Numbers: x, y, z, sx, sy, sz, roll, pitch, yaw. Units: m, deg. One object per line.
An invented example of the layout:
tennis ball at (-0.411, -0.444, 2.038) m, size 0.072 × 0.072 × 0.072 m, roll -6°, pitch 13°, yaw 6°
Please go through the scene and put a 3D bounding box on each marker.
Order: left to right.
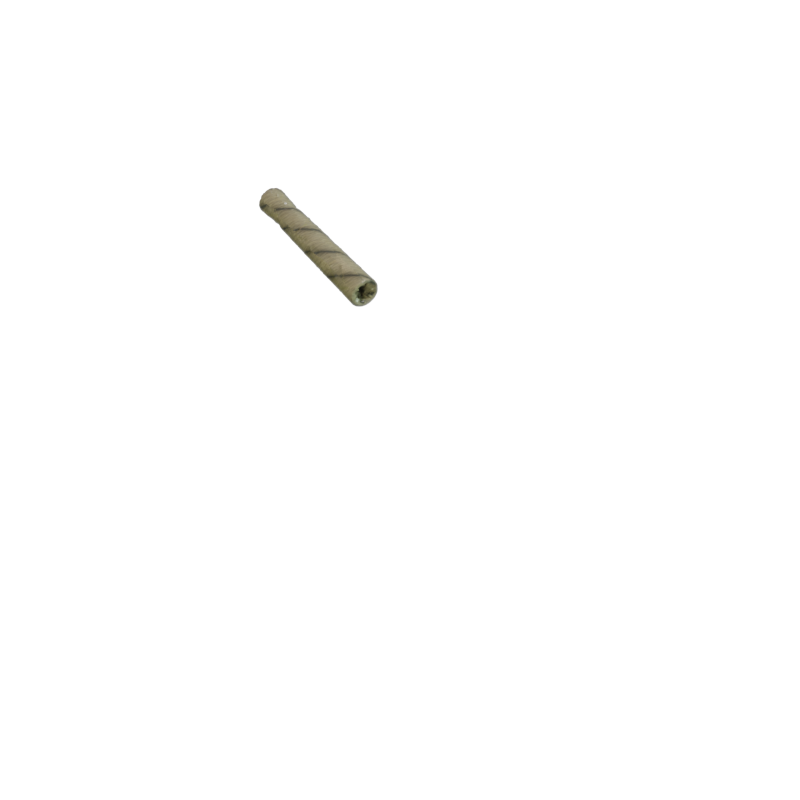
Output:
marker at (-0.054, -0.098, 0.685) m, size 0.019 × 0.019 × 0.131 m, roll -3°, pitch 35°, yaw -36°
